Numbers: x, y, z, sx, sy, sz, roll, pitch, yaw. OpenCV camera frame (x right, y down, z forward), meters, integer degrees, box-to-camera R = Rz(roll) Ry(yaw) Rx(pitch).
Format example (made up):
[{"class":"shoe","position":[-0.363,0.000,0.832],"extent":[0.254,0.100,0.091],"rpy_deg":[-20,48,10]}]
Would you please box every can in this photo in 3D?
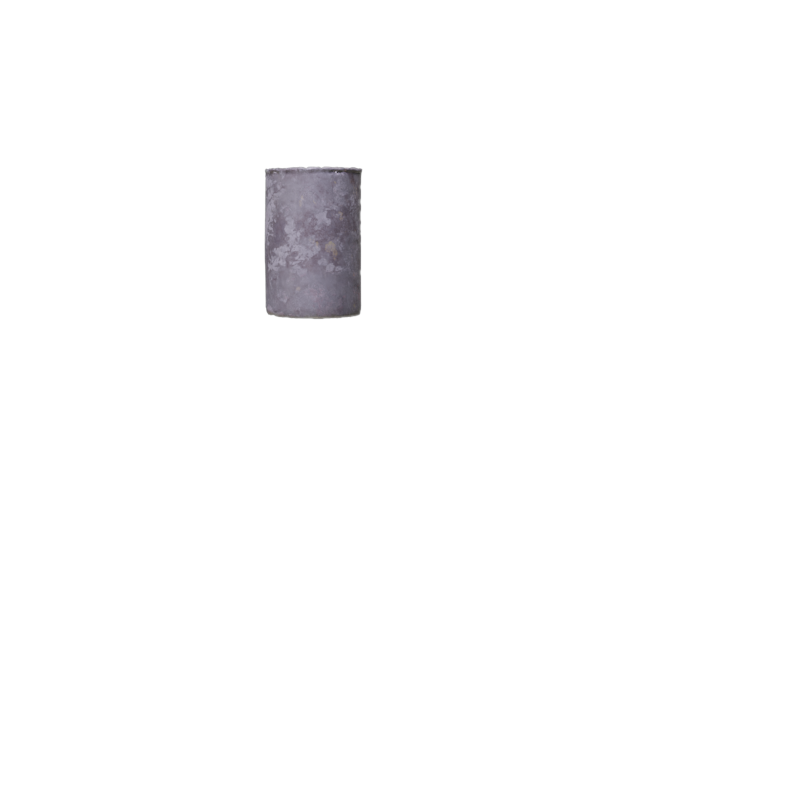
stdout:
[{"class":"can","position":[-0.060,-0.110,0.772],"extent":[0.068,0.102,0.069],"rpy_deg":[0,4,-2]}]
